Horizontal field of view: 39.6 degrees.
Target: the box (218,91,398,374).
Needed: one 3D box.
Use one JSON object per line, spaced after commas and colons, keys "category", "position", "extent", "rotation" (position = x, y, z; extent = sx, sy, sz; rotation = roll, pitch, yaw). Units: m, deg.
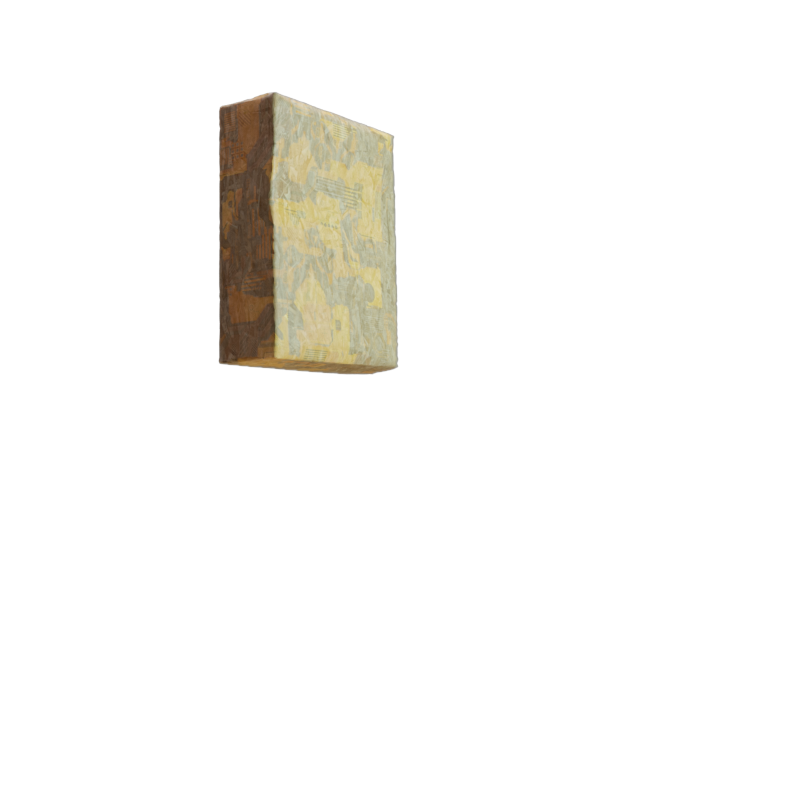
{"category": "box", "position": [-0.073, -0.133, 0.928], "extent": [0.074, 0.219, 0.156], "rotation": [-8, -11, 37]}
